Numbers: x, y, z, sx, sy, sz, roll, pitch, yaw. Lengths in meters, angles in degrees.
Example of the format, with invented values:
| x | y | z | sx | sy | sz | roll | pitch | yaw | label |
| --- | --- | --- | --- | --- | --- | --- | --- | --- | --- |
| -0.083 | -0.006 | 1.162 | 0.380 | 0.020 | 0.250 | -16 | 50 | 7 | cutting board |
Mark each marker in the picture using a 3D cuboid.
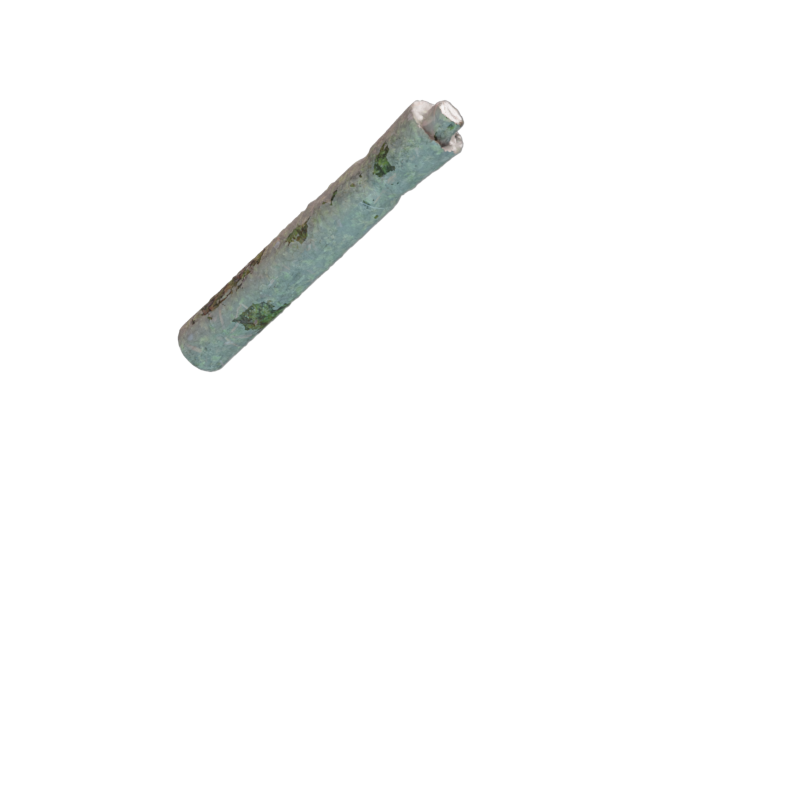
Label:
| x | y | z | sx | sy | sz | roll | pitch | yaw | label |
| --- | --- | --- | --- | --- | --- | --- | --- | --- | --- |
| -0.026 | -0.047 | 0.327 | 0.119 | 0.021 | 0.019 | -37 | -21 | 34 | marker |
